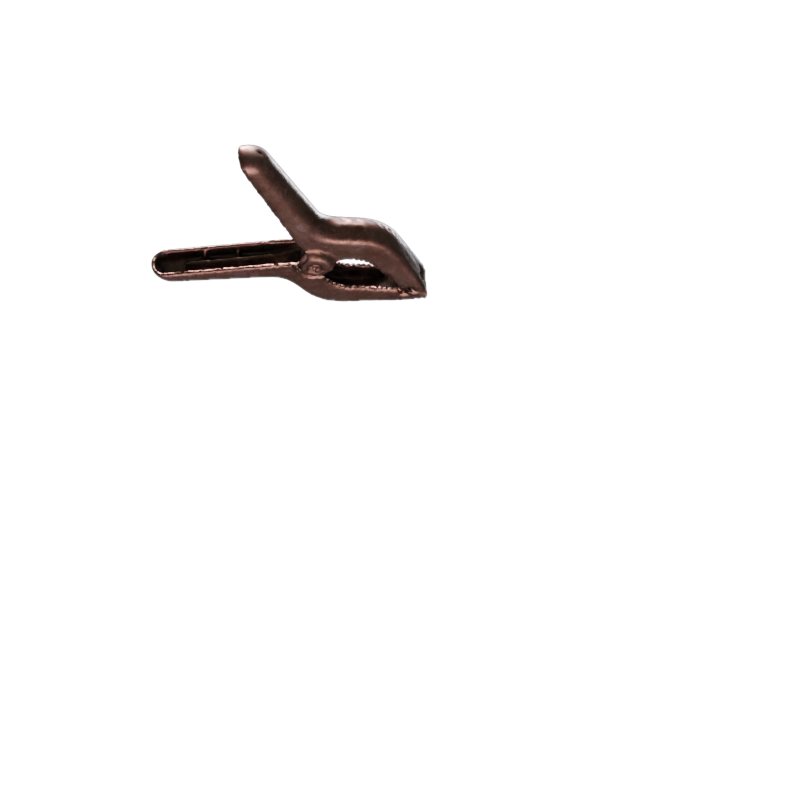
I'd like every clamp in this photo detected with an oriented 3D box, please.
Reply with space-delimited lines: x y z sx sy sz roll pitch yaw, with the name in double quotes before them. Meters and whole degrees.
"clamp" -0.065 -0.119 0.836 0.203 0.039 0.160 12 -31 -21
